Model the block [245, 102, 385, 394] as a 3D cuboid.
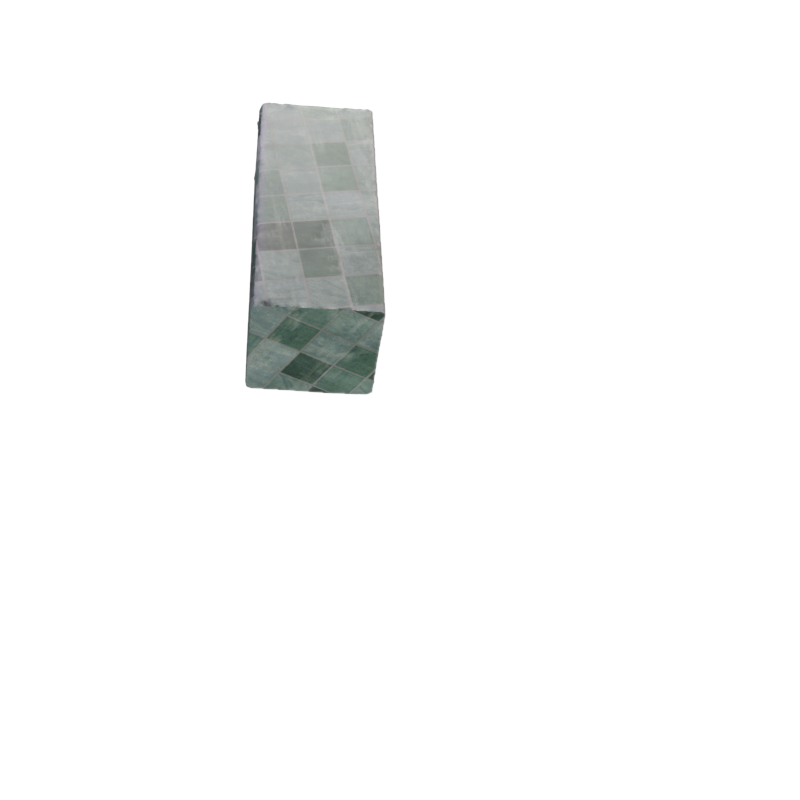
[{"bbox_3d":[-0.064,-0.115,0.809,0.089,0.221,0.085,2,-41,-6],"label":"block"}]
